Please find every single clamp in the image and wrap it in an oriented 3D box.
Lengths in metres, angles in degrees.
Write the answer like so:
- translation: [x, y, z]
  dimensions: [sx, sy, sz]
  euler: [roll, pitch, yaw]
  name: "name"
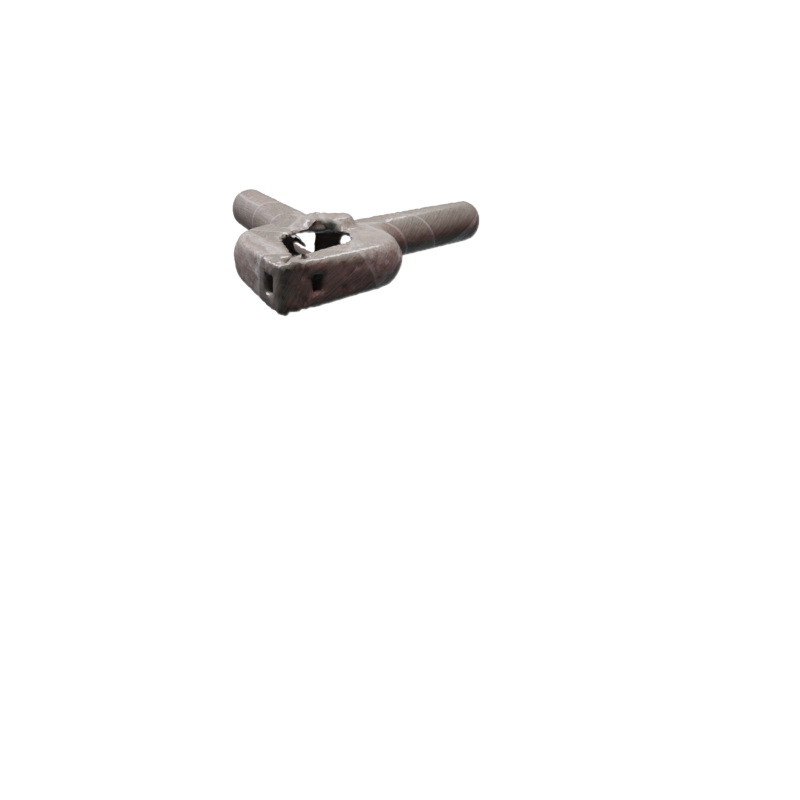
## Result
- translation: [-0.052, -0.094, 0.660]
  dimensions: [0.169, 0.035, 0.213]
  euler: [6, 21, 15]
  name: "clamp"
